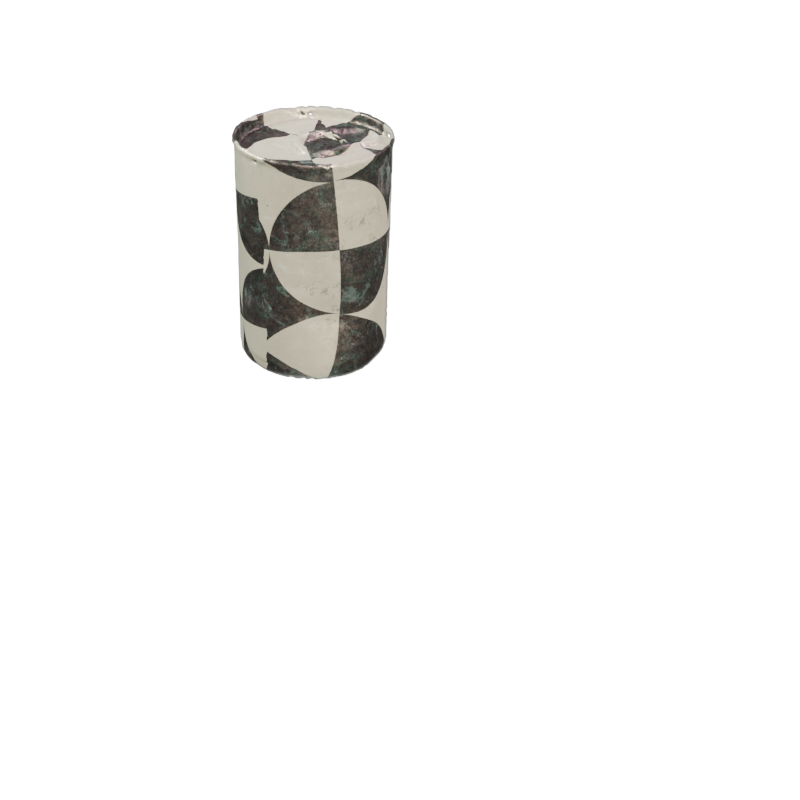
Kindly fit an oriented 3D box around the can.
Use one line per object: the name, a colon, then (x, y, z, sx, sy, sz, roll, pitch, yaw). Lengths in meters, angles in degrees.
can: (-0.038, -0.069, 0.486, 0.068, 0.096, 0.073, 0, 30, -2)
